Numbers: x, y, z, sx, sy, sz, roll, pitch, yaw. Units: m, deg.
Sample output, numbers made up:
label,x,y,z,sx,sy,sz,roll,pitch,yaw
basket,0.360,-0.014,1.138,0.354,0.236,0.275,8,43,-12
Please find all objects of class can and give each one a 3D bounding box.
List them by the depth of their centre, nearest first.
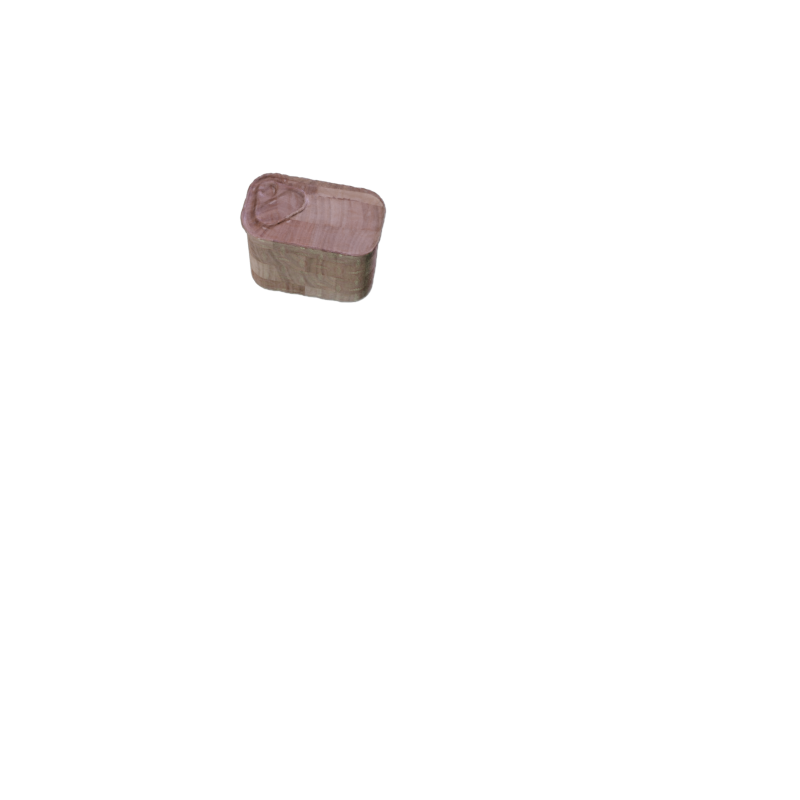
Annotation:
label,x,y,z,sx,sy,sz,roll,pitch,yaw
can,-0.065,-0.118,0.828,0.103,0.060,0.079,11,-25,4
